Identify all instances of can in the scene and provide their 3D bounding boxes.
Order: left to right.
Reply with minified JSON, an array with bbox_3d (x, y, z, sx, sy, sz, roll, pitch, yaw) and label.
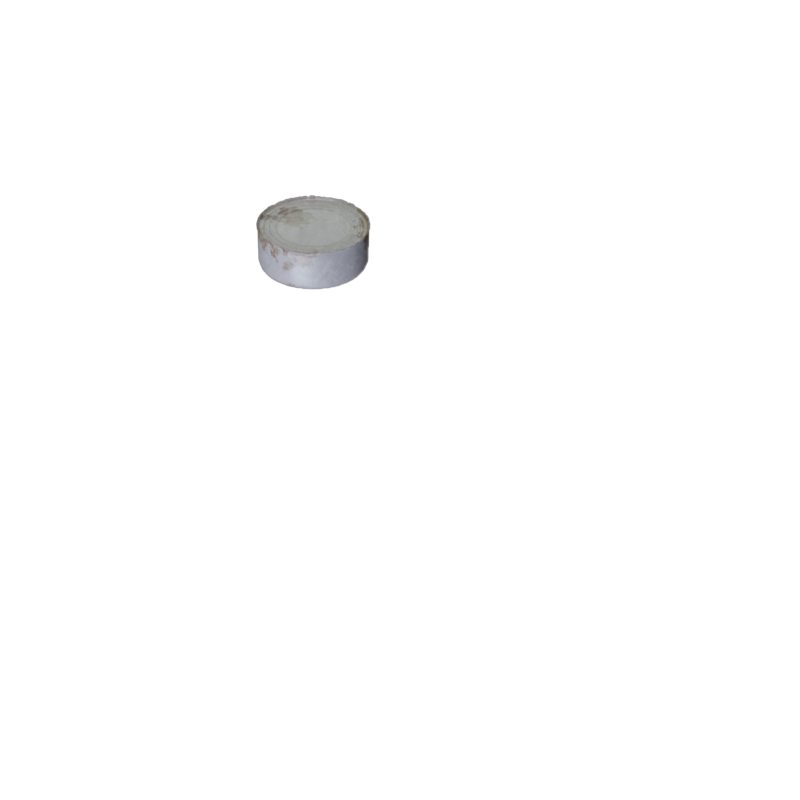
[{"bbox_3d":[-0.066,-0.120,0.840,0.086,0.031,0.092,-1,37,-2],"label":"can"}]
